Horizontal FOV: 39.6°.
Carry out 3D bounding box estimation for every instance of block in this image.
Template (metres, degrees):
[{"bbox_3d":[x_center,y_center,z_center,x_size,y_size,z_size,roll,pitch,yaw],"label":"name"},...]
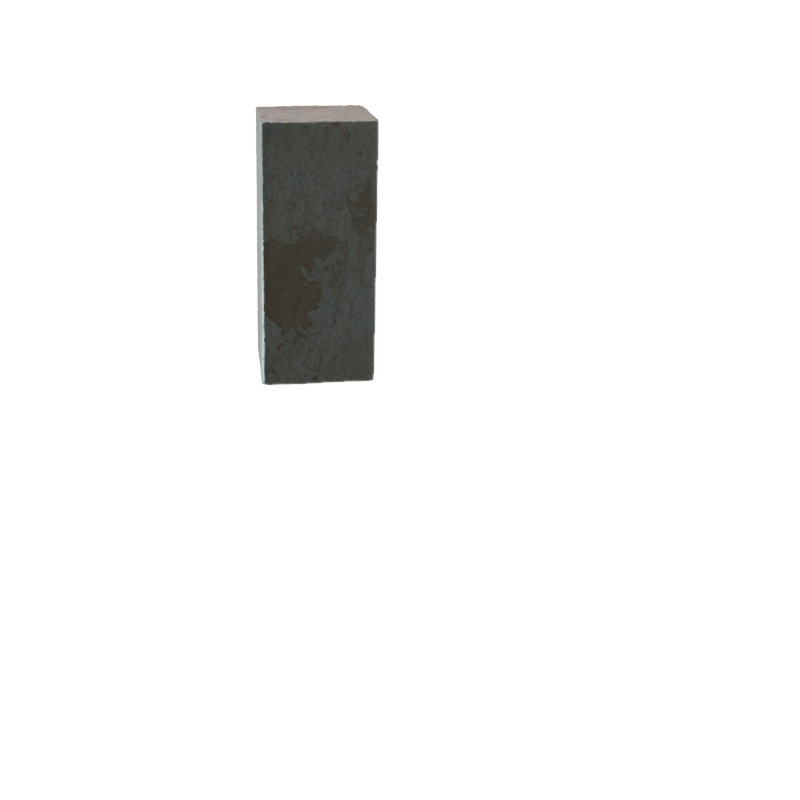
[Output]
[{"bbox_3d":[-0.068,-0.126,0.881,0.089,0.199,0.095,-1,16,-8],"label":"block"}]
